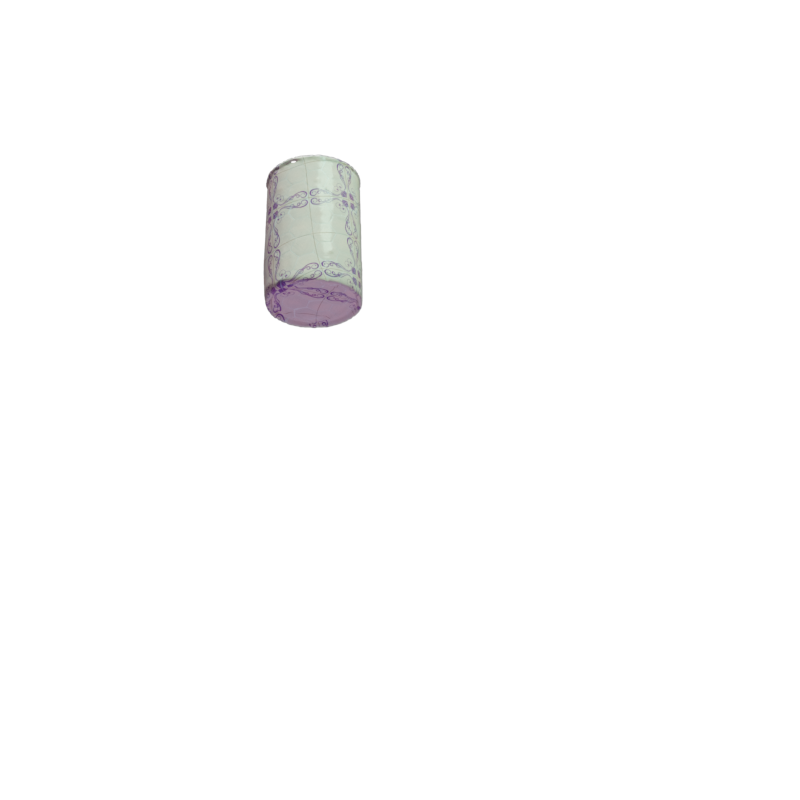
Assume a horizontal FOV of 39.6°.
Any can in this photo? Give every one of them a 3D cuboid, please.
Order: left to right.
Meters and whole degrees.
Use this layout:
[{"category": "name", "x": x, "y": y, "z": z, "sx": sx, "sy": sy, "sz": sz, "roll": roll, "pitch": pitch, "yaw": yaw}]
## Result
[{"category": "can", "x": -0.060, "y": -0.110, "z": 0.770, "sx": 0.068, "sy": 0.109, "sz": 0.064, "roll": 0, "pitch": -30, "yaw": -2}]
